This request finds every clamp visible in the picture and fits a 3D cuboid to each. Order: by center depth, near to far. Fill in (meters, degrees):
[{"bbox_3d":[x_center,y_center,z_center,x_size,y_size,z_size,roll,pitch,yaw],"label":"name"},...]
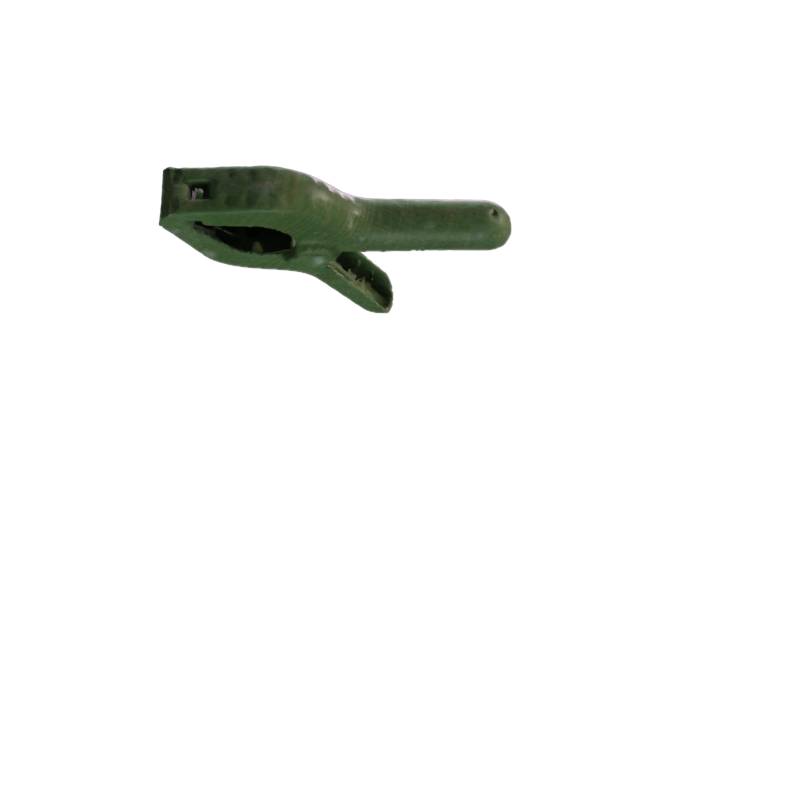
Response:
[{"bbox_3d":[-0.044,-0.081,0.566,0.166,0.042,0.117,10,-27,-20],"label":"clamp"}]
